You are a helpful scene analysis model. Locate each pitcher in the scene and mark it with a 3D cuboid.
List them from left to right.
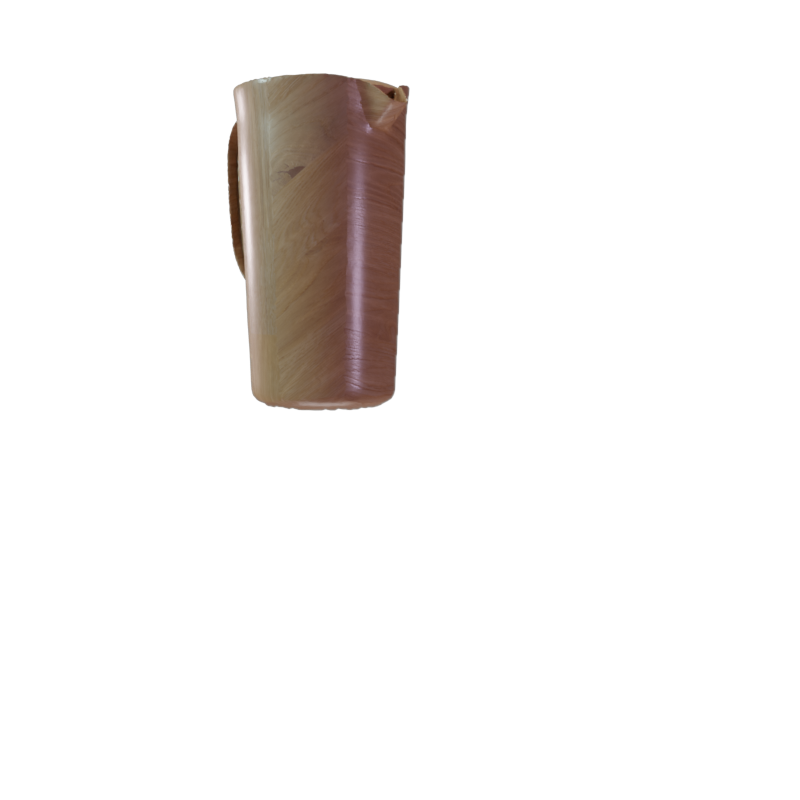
[{"bbox_3d":[-0.066,-0.120,0.841,0.145,0.244,0.149,0,0,0],"label":"pitcher"}]
